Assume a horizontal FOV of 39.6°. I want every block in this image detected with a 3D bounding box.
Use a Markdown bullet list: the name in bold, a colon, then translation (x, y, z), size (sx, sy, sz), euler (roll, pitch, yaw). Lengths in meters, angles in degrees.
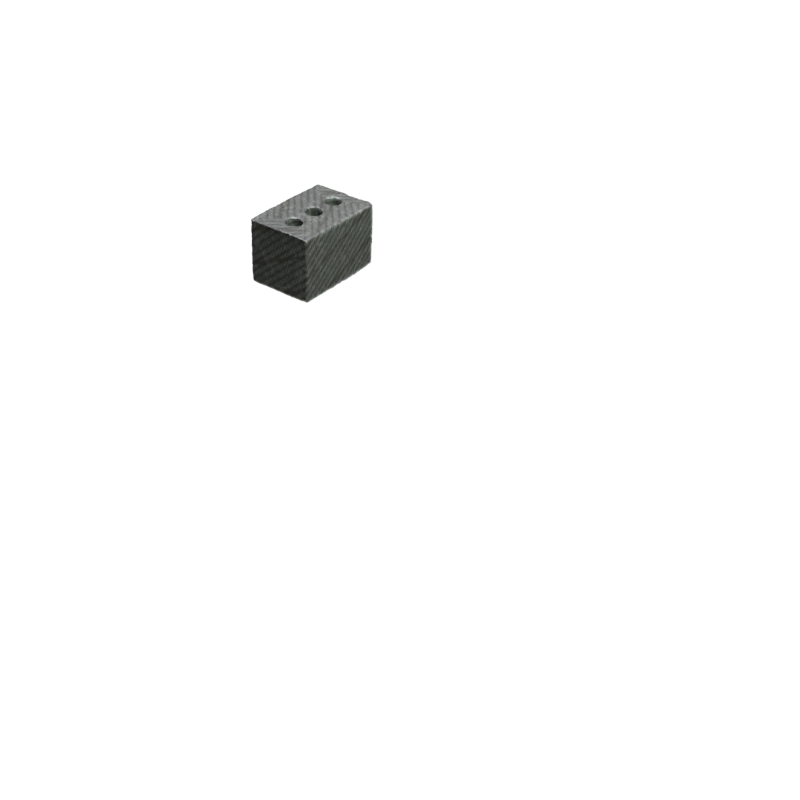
- **block**: translation (-0.063, -0.114, 0.800), size (0.056, 0.048, 0.078), euler (22, 38, 29)
